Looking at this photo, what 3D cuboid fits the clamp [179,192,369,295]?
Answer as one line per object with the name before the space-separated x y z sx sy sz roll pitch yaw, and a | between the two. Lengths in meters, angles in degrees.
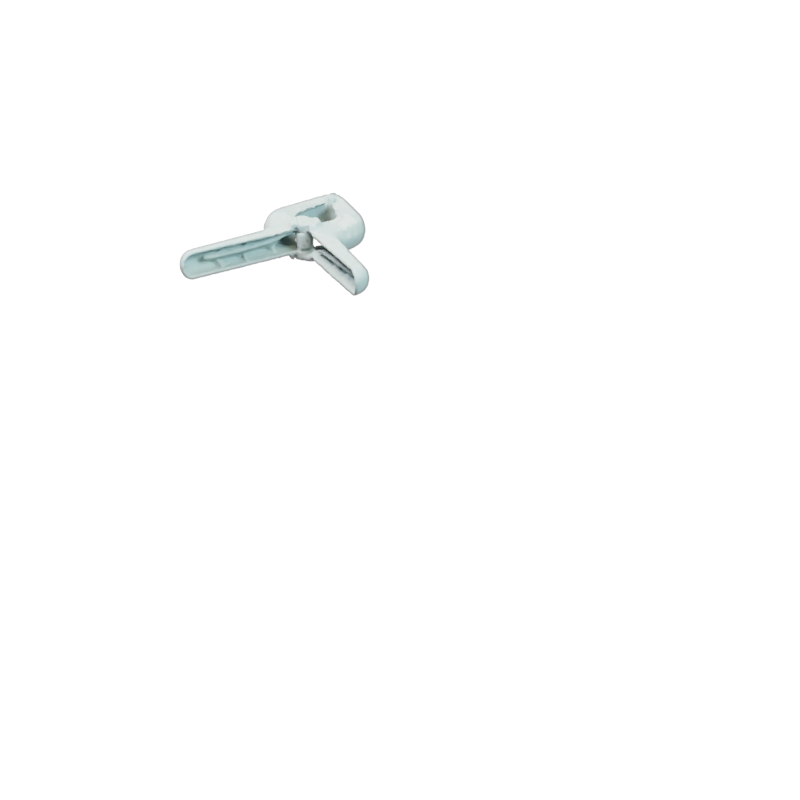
clamp | -0.078 -0.142 0.998 0.170 0.035 0.214 10 28 19
